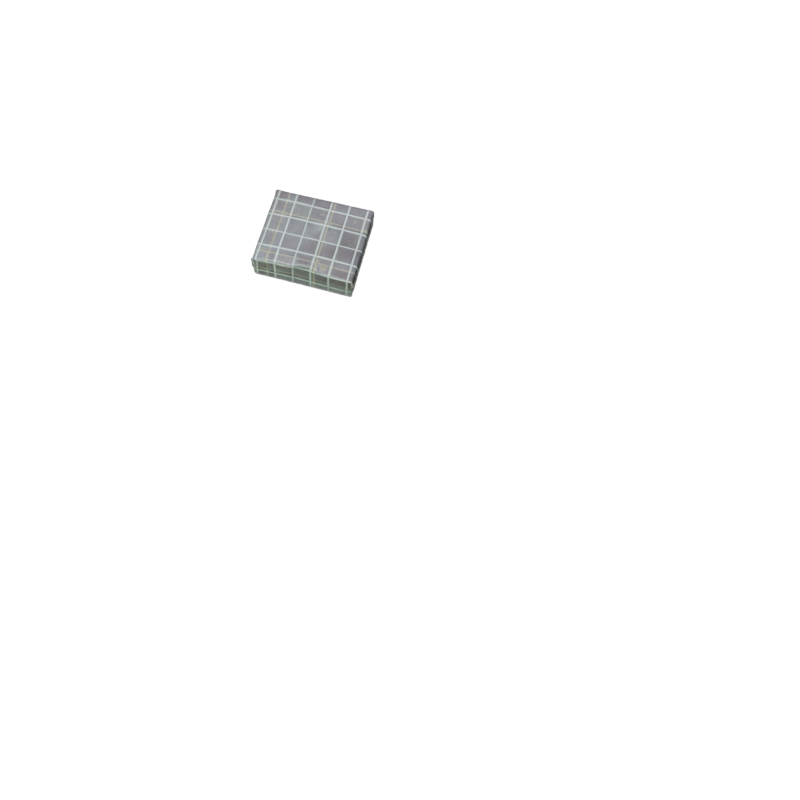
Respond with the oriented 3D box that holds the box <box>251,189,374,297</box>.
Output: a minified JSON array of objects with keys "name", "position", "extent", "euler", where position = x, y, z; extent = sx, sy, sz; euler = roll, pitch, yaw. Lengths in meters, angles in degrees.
[{"name":"box","position":[-0.074,-0.135,0.943],"extent":[0.090,0.077,0.028],"euler":[14,-27,7]}]
